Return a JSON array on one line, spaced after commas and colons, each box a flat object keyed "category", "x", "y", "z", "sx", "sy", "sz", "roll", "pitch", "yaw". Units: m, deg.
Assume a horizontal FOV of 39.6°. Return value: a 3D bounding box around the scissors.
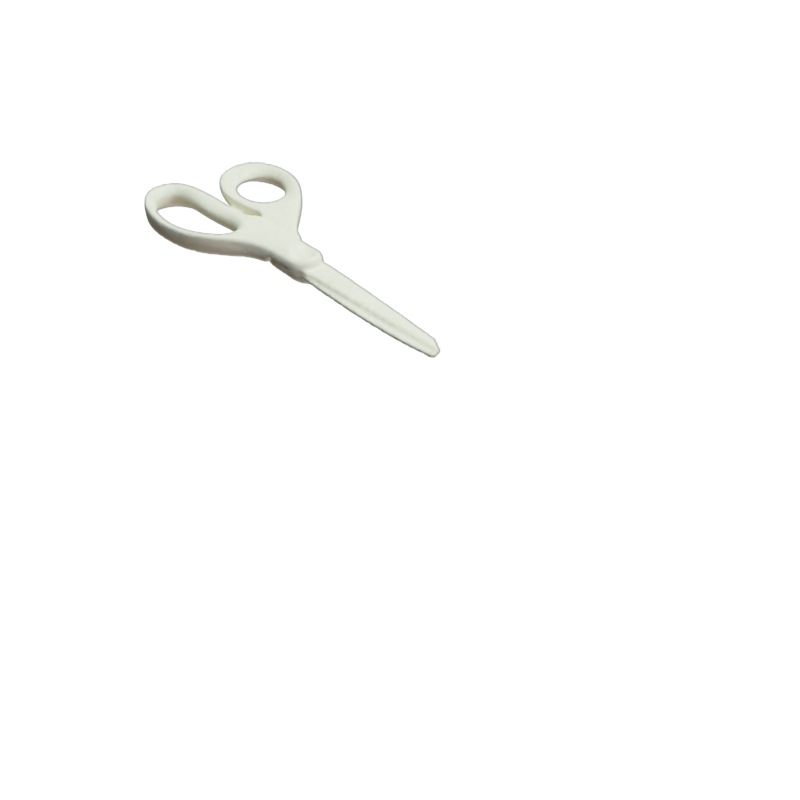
[{"category": "scissors", "x": -0.046, "y": -0.084, "z": 0.590, "sx": 0.212, "sy": 0.015, "sz": 0.098, "roll": 23, "pitch": 44, "yaw": 26}]
